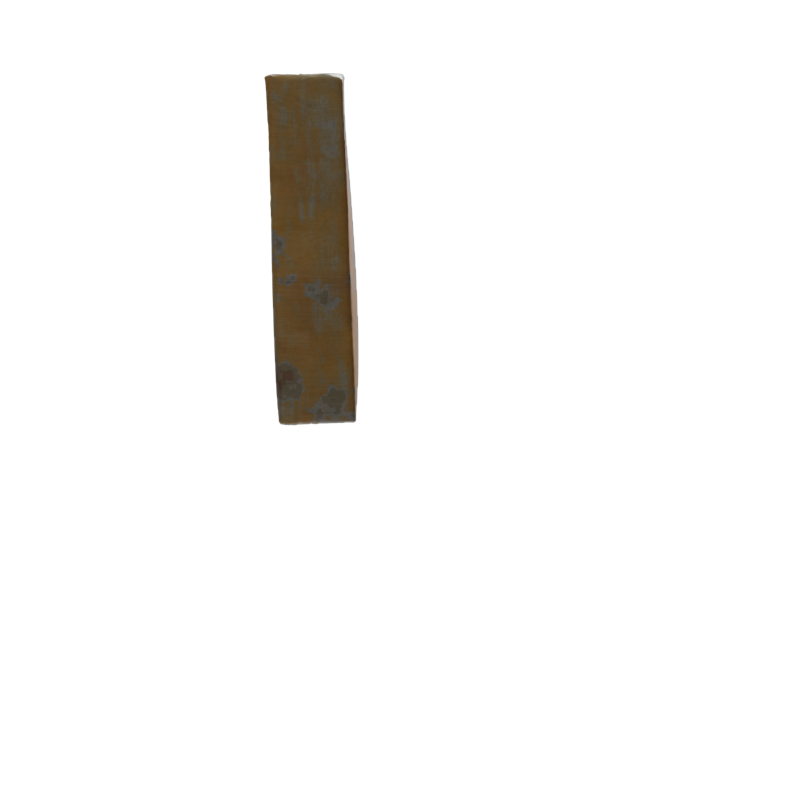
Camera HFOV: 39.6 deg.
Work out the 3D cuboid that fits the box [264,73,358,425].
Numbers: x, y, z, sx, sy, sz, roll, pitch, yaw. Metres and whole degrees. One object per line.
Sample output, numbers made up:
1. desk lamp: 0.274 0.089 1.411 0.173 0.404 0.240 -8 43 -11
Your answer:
1. box: -0.046 -0.085 0.593 0.048 0.173 0.095 0 9 -3
